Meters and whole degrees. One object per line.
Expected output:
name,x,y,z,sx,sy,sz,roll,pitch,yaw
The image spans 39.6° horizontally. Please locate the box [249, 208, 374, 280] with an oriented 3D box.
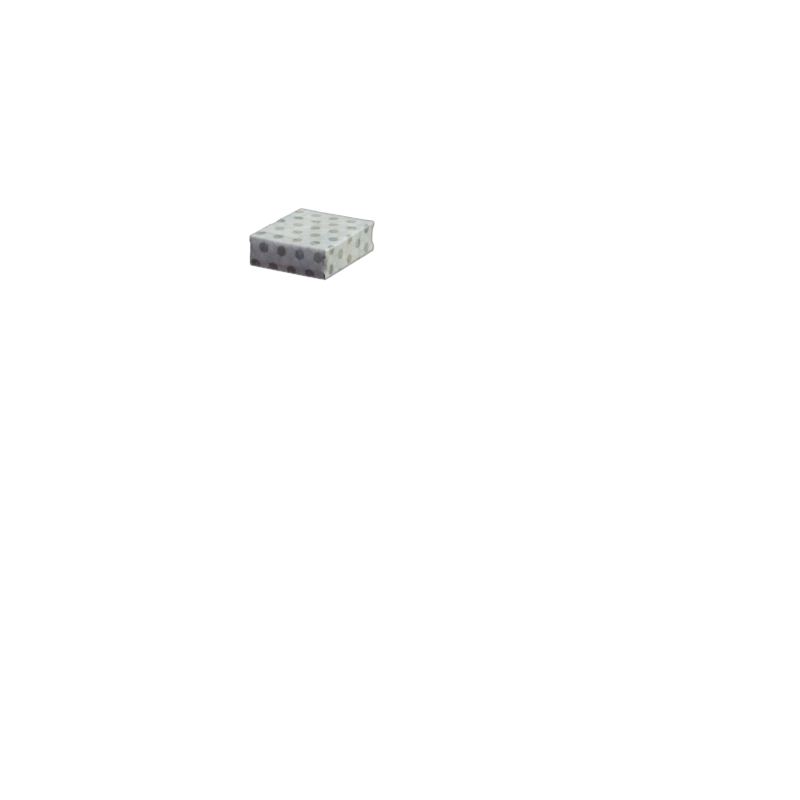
box,-0.073,-0.133,0.928,0.076,0.029,0.090,13,29,24
